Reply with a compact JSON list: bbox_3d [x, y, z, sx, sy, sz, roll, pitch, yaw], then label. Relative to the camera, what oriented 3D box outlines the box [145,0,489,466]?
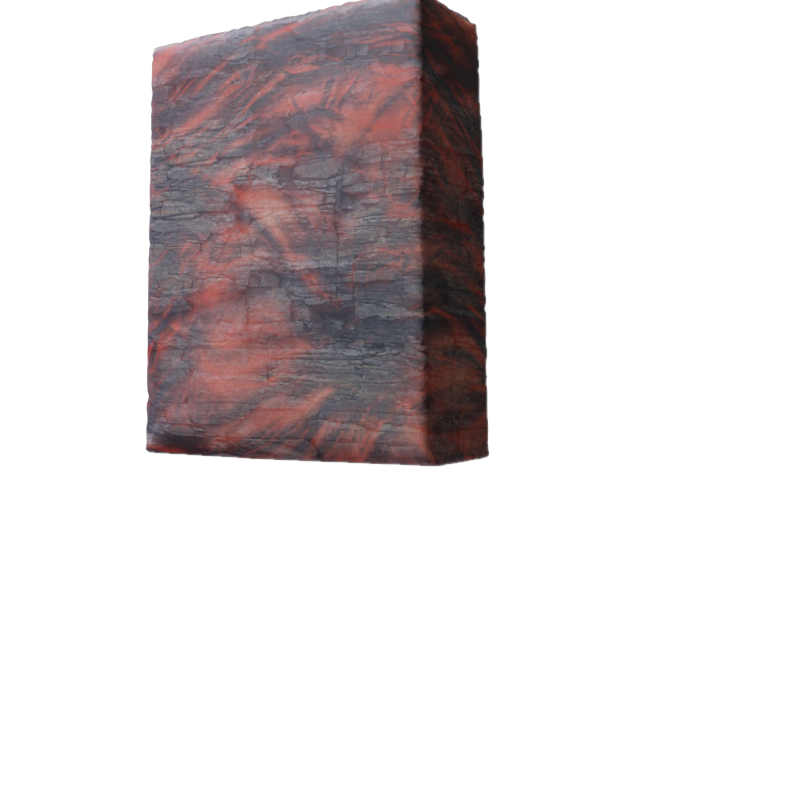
[{"bbox_3d":[-0.043,-0.079,0.554,0.169,0.218,0.068,-3,-7,32],"label":"box"}]
